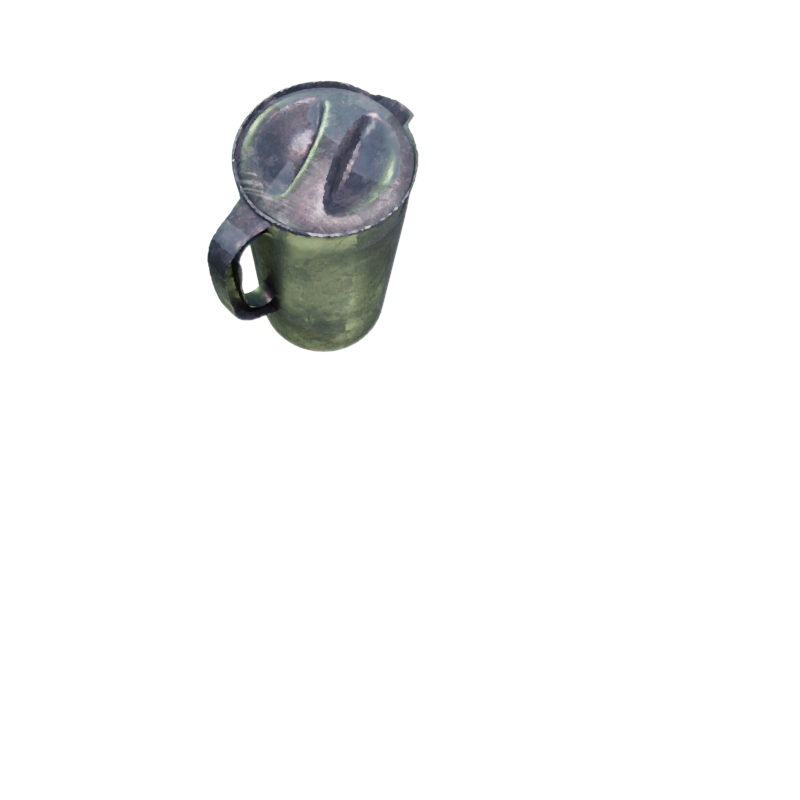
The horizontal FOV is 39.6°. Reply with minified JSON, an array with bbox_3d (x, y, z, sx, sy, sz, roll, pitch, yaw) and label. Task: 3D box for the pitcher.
[{"bbox_3d":[-0.069,-0.126,0.886,0.149,0.153,0.230,2,-25,-2],"label":"pitcher"}]
